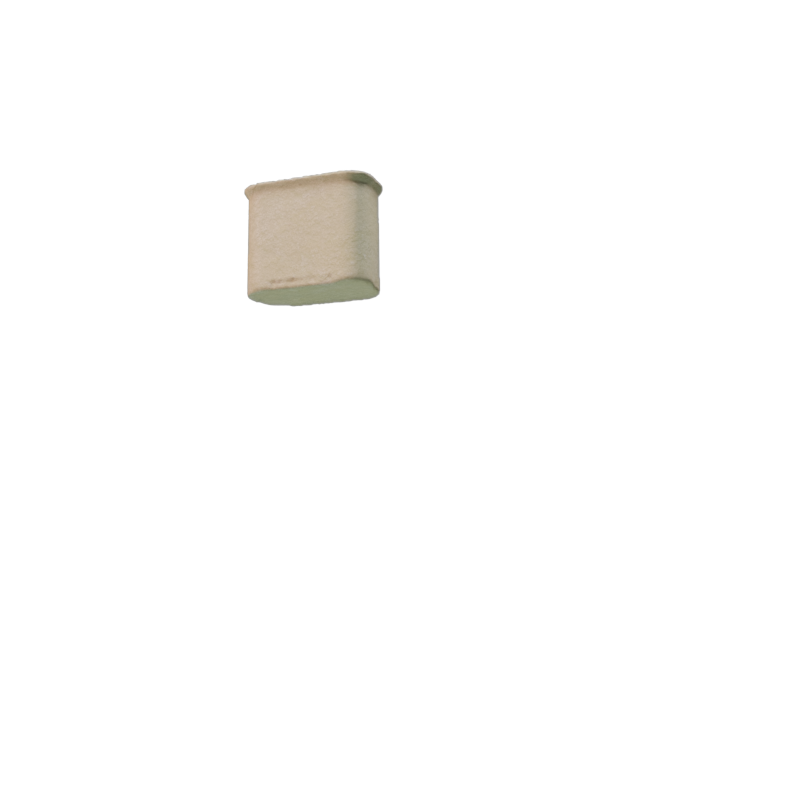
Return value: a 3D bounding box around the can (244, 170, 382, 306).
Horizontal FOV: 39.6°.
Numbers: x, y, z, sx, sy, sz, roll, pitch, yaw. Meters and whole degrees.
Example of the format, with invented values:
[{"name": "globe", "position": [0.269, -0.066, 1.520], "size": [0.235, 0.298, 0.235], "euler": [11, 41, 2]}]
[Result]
[{"name": "can", "position": [-0.064, -0.117, 0.822], "size": [0.104, 0.087, 0.054], "euler": [-5, -16, 19]}]
